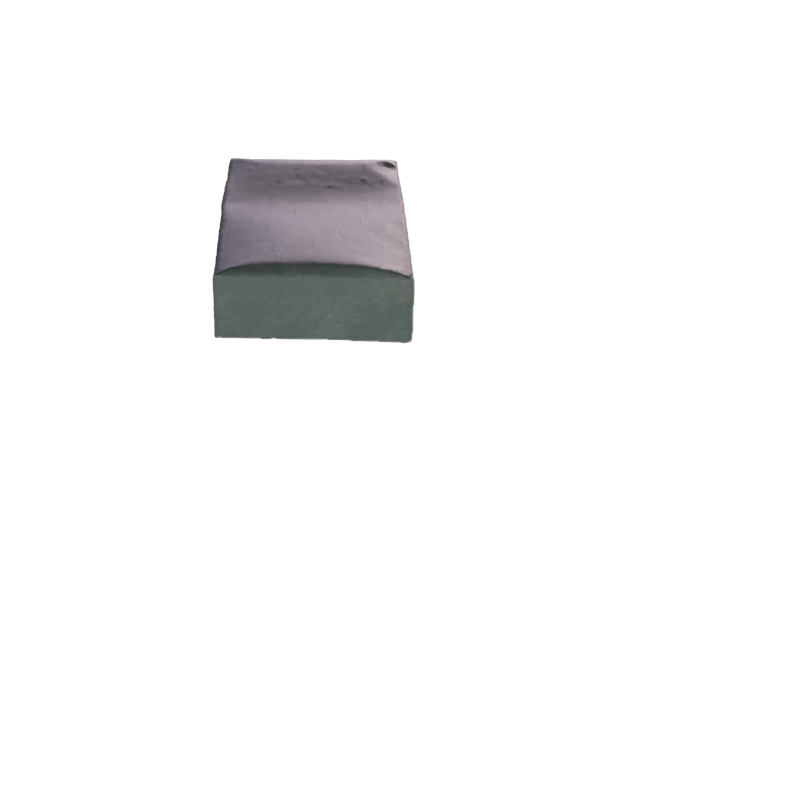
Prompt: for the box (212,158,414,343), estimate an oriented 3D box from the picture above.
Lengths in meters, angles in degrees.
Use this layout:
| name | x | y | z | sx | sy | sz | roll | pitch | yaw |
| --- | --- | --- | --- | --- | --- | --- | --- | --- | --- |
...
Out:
| name | x | y | z | sx | sy | sz | roll | pitch | yaw |
| --- | --- | --- | --- | --- | --- | --- | --- | --- | --- |
| box | -0.076 | -0.139 | 0.977 | 0.164 | 0.067 | 0.228 | 0 | 36 | -3 |
